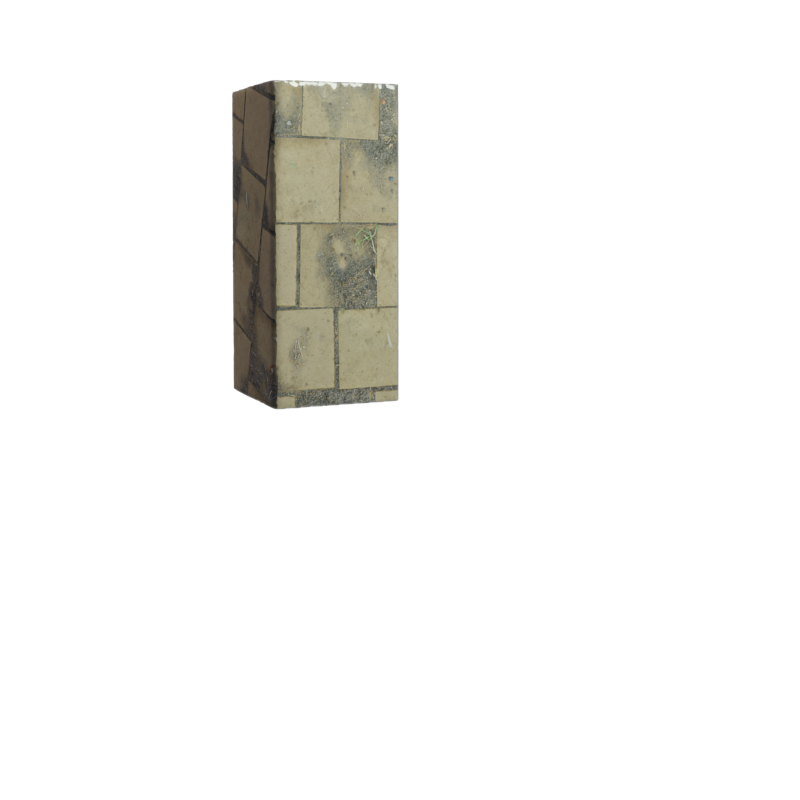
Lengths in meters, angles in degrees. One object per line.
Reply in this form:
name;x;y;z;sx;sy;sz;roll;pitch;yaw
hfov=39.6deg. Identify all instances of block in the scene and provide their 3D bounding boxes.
block;-0.058;-0.106;0.744;0.088;0.205;0.093;-1;4;-24
